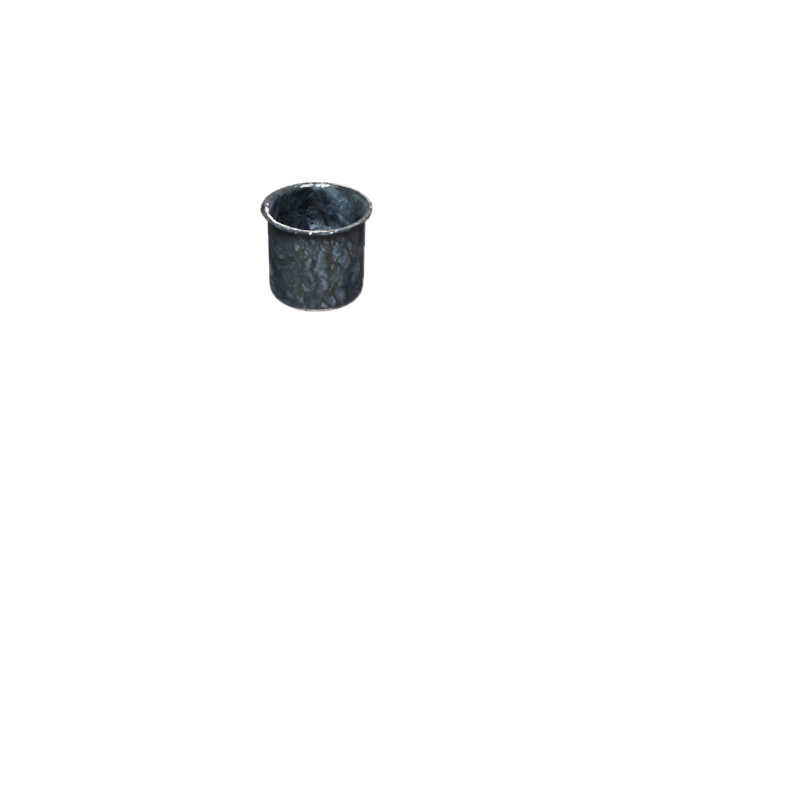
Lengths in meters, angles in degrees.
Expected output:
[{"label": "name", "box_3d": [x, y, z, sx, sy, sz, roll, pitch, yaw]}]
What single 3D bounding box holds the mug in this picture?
[{"label": "mug", "box_3d": [-0.074, -0.135, 0.948, 0.092, 0.076, 0.126, -8, 35, -14]}]
